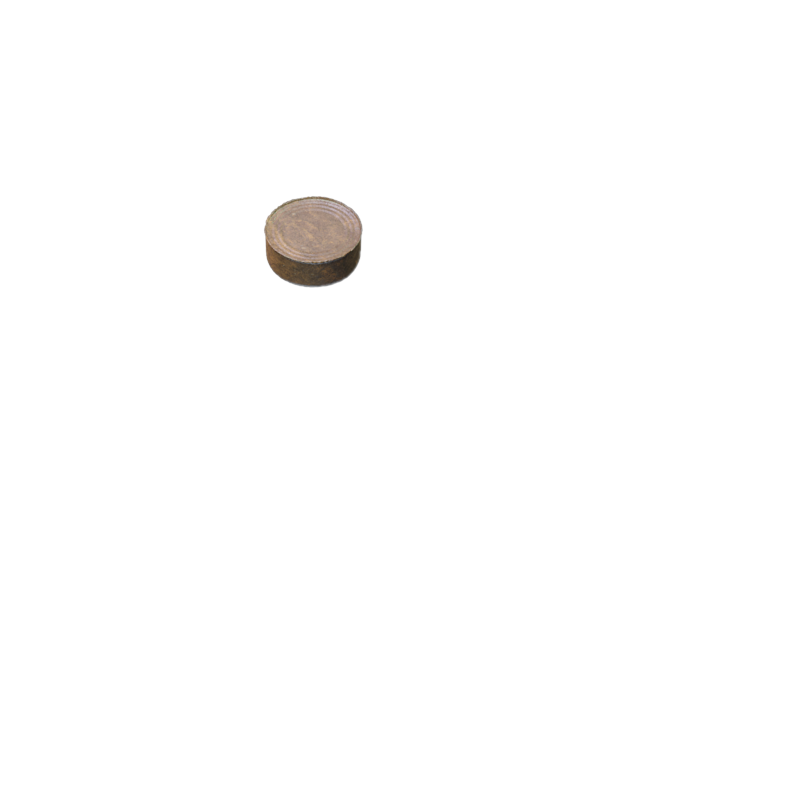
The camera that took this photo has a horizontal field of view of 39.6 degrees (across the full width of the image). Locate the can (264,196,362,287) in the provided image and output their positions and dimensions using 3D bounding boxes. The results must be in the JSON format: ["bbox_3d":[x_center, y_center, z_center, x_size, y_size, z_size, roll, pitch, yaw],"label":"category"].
[{"bbox_3d":[-0.076,-0.139,0.976,0.086,0.092,0.031,-1,-43,-1],"label":"can"}]
